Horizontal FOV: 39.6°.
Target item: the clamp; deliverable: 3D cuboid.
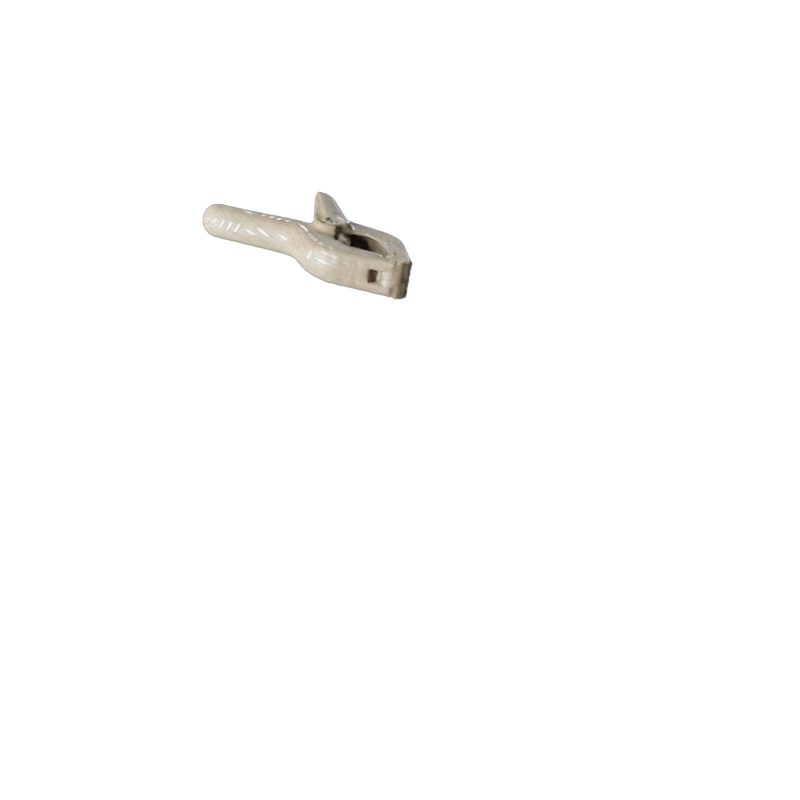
[{"bbox_3d":[-0.063,-0.115,0.804,0.118,0.037,0.184,-15,30,-28],"label":"clamp"}]
